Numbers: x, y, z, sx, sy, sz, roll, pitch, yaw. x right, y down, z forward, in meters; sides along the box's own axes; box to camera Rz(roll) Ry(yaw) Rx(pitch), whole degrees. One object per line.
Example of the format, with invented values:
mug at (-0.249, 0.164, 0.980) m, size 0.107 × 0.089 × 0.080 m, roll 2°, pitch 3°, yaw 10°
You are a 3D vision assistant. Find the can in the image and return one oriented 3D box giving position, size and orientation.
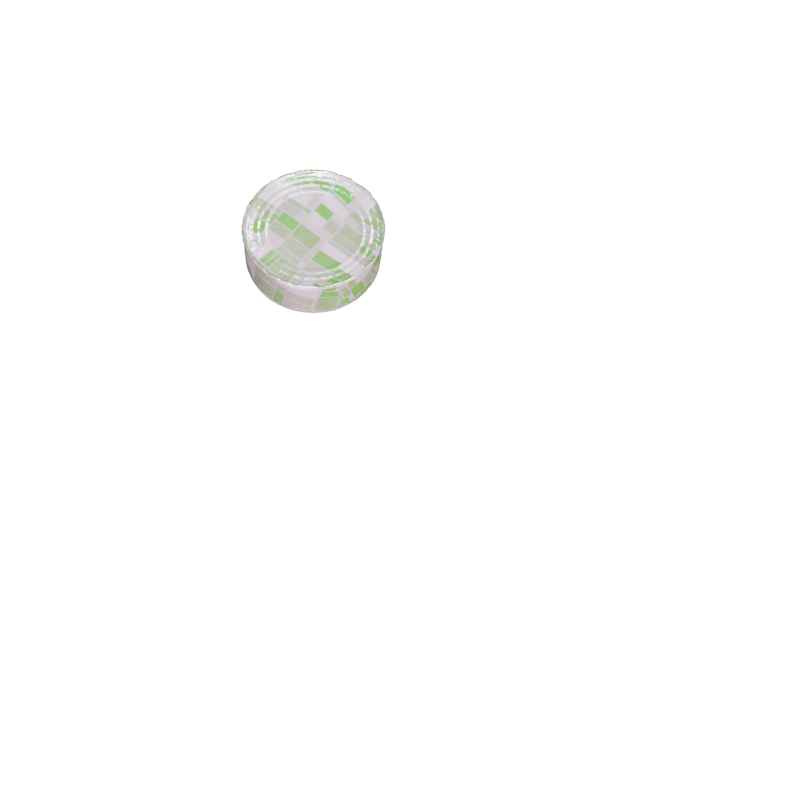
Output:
can at (-0.053, -0.097, 0.676) m, size 0.086 × 0.092 × 0.031 m, roll -1°, pitch -31°, yaw -1°
